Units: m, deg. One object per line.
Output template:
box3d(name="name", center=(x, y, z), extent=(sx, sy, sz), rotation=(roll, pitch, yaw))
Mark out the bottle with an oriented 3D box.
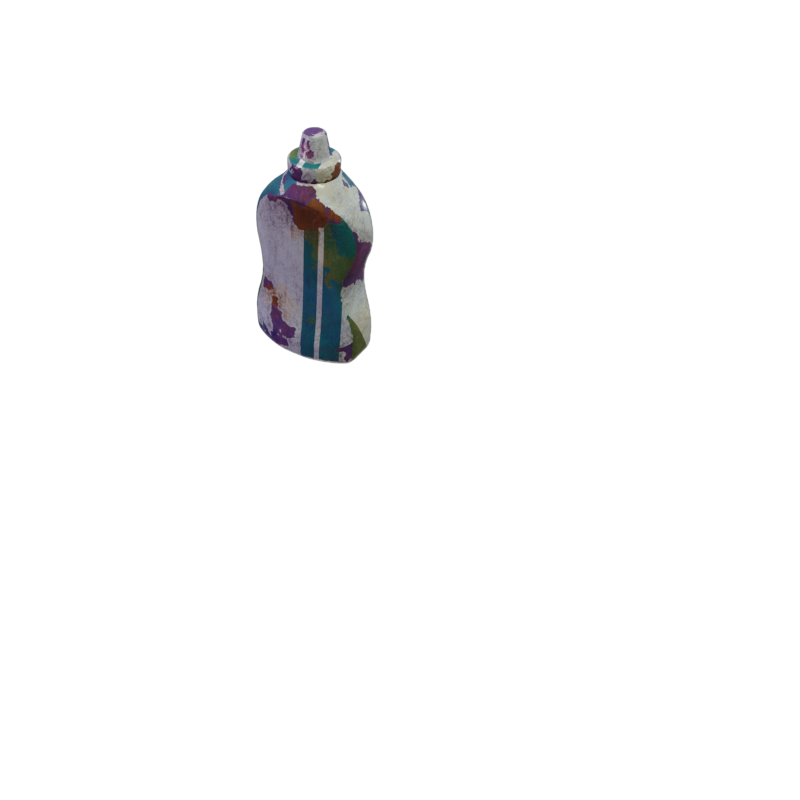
box3d(name="bottle", center=(-0.068, -0.124, 0.869), extent=(0.101, 0.179, 0.059), rotation=(23, 40, 26))
